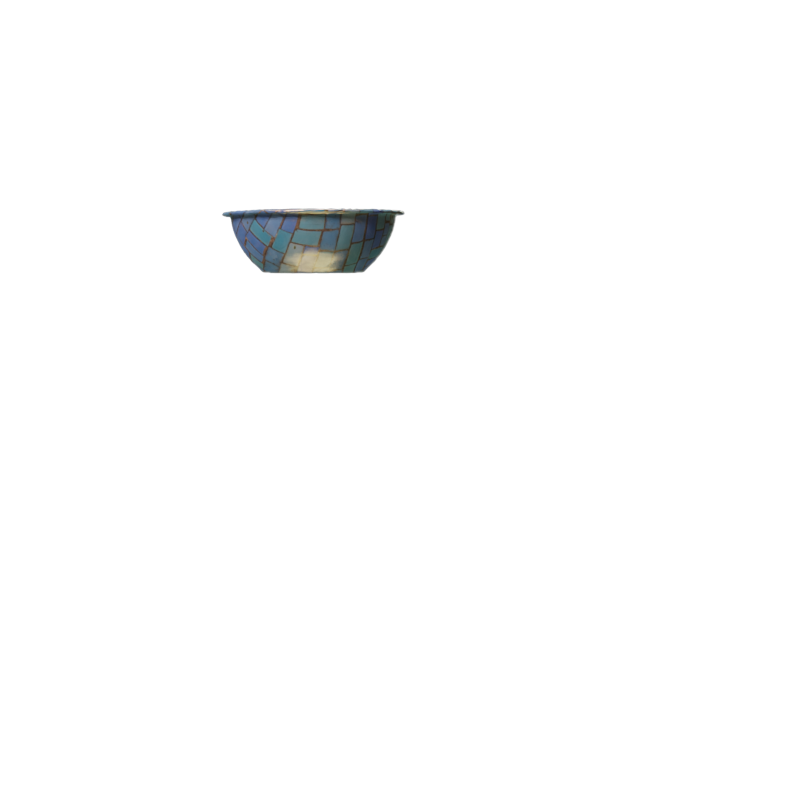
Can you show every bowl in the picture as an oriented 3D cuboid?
[{"bbox_3d":[-0.077,-0.141,0.986,0.162,0.055,0.164,0,7,-2],"label":"bowl"}]
